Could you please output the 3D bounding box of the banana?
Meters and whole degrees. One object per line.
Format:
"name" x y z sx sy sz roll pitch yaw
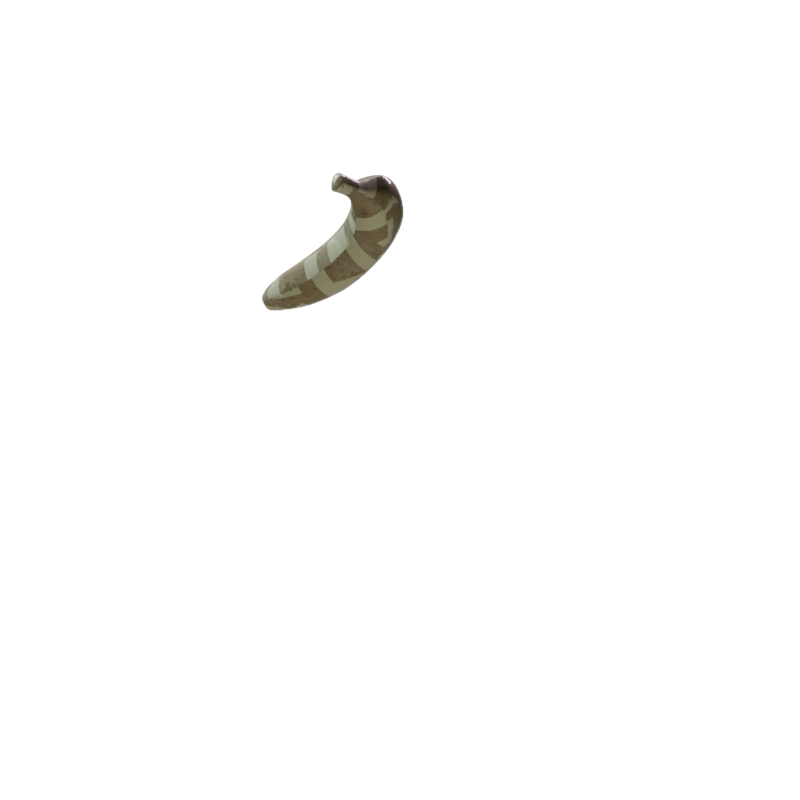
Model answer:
"banana" -0.043 -0.113 0.793 0.068 0.039 0.192 8 -25 -18
